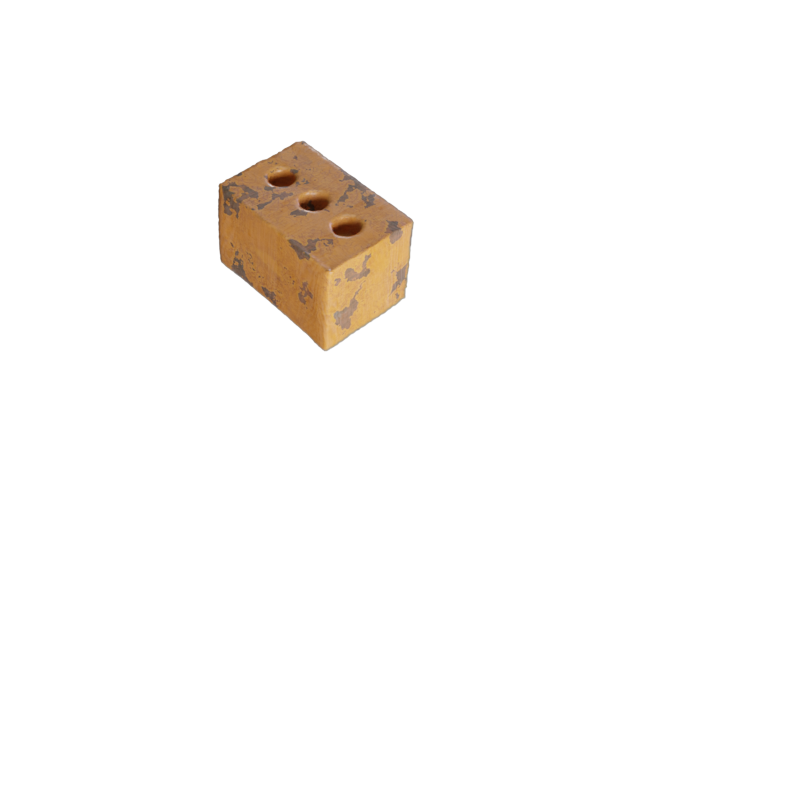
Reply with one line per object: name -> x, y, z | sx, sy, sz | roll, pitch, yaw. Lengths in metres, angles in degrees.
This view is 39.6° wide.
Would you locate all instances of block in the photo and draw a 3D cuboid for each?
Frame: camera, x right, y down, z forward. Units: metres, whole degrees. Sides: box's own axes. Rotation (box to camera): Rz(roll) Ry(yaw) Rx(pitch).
block -> -0.040, -0.072, 0.506 | 0.053, 0.048, 0.083 | -33, 56, -28
